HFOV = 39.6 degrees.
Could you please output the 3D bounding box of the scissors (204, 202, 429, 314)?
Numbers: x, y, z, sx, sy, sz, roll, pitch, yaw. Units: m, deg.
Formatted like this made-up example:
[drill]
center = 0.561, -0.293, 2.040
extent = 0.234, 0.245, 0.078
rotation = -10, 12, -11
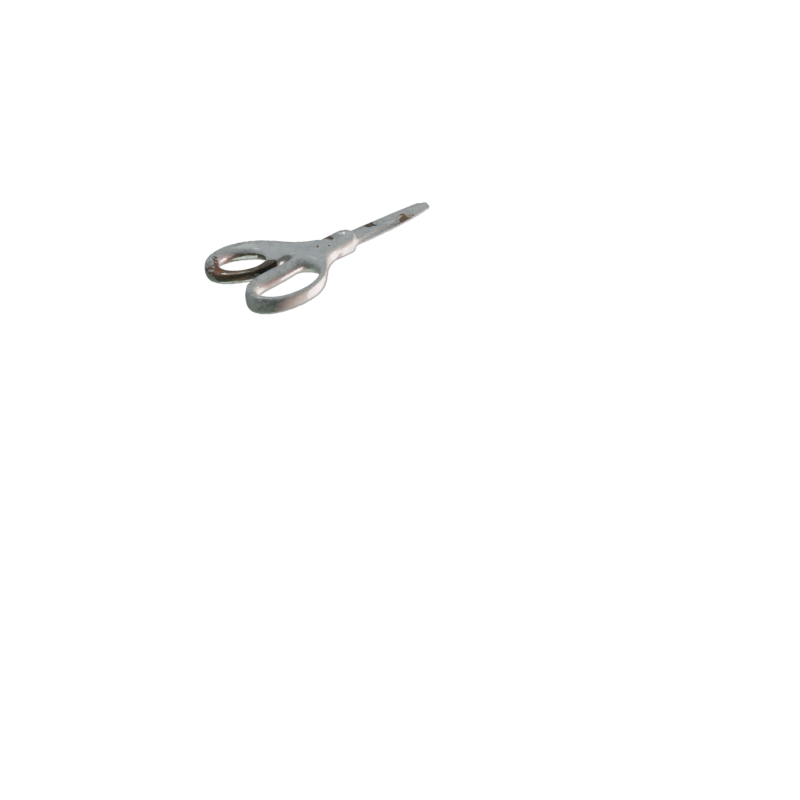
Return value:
[scissors]
center = -0.063, -0.114, 0.800
extent = 0.100, 0.015, 0.206
rotation = 14, 34, 21
